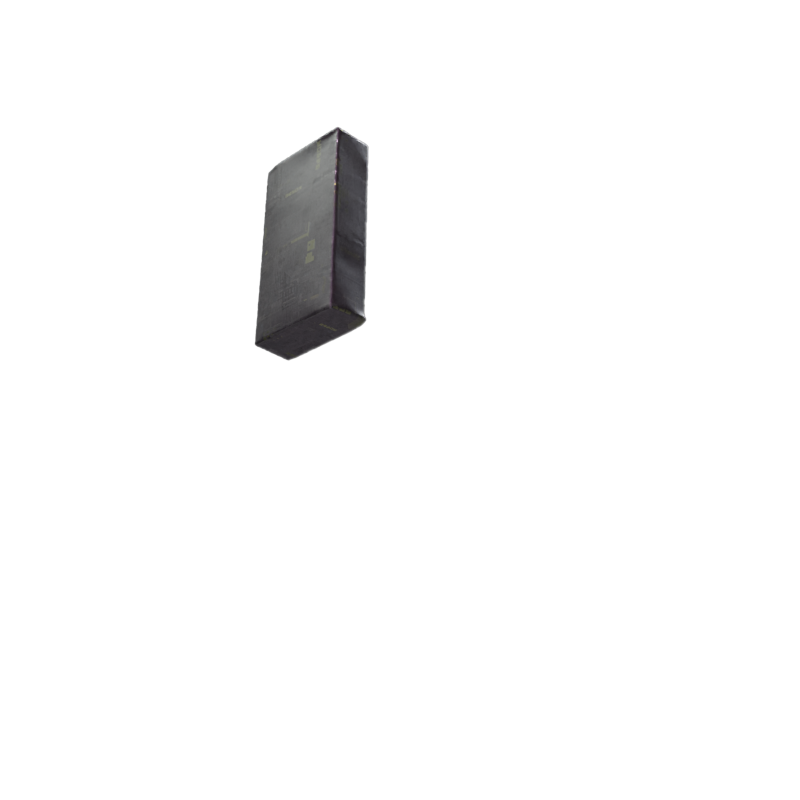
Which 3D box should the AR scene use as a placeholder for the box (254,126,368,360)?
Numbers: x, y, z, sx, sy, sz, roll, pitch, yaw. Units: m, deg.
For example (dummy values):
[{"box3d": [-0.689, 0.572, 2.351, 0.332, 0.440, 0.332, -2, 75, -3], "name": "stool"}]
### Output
[{"box3d": [-0.072, -0.131, 0.917, 0.093, 0.188, 0.045, -26, -37, 36], "name": "box"}]
